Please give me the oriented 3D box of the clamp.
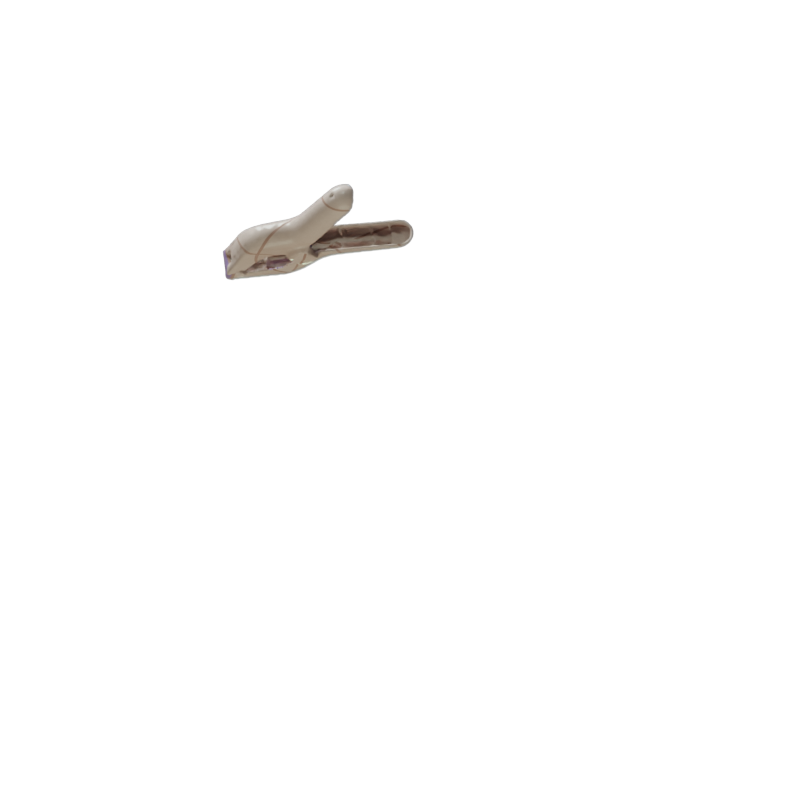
[{"bbox_3d":[-0.077,-0.140,0.980,0.174,0.041,0.112,-14,-24,36],"label":"clamp"}]
